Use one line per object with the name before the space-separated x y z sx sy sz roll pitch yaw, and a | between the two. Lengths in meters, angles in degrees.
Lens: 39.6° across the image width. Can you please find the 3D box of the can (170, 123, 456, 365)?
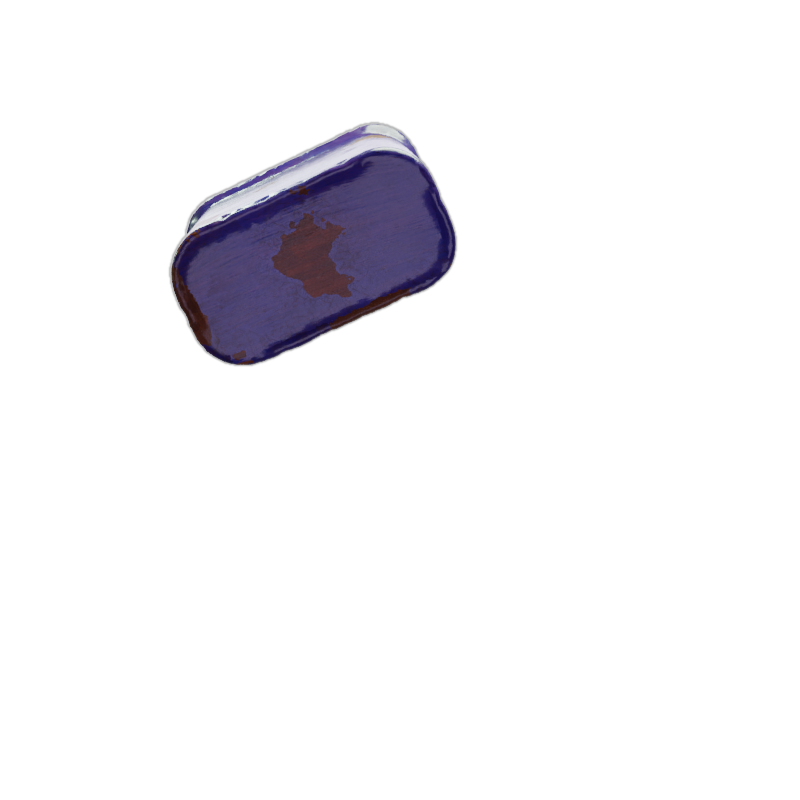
can | -0.032 -0.059 0.413 0.102 0.056 0.086 -25 15 4
